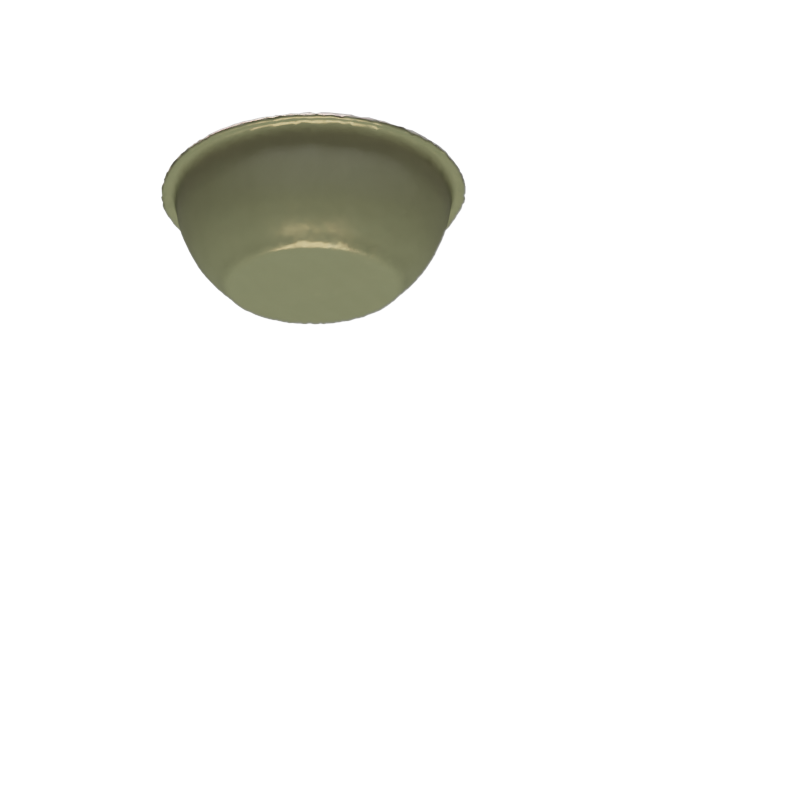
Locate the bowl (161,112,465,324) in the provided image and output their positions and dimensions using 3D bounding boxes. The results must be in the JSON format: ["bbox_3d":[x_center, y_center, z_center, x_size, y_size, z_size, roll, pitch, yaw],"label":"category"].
[{"bbox_3d":[-0.045,-0.083,0.581,0.162,0.058,0.154,1,-22,-2],"label":"bowl"}]
